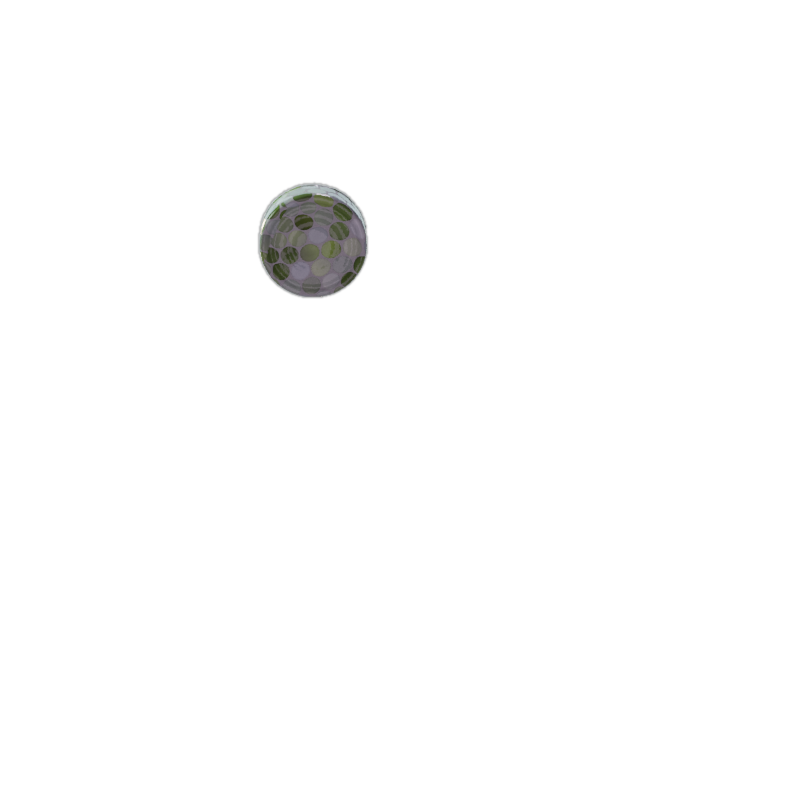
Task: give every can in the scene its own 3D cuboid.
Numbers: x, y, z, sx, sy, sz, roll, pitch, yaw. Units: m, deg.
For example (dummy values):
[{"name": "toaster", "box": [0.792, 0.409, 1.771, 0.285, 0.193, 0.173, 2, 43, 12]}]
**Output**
[{"name": "can", "box": [-0.068, -0.124, 0.871, 0.086, 0.083, 0.035, 0, 18, -1]}]
